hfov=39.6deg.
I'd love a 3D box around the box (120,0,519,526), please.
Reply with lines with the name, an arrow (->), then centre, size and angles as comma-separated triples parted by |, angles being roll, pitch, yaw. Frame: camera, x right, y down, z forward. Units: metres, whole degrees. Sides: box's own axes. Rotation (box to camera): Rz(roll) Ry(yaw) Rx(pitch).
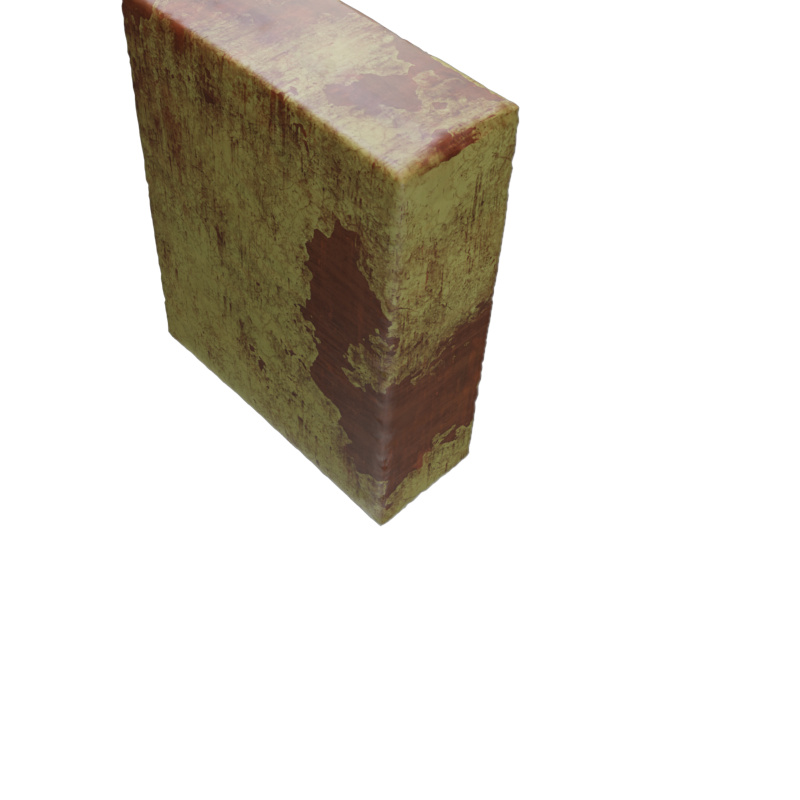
box -> -0.038, -0.070, 0.492 | 0.072, 0.199, 0.175 | -33, 57, -29
